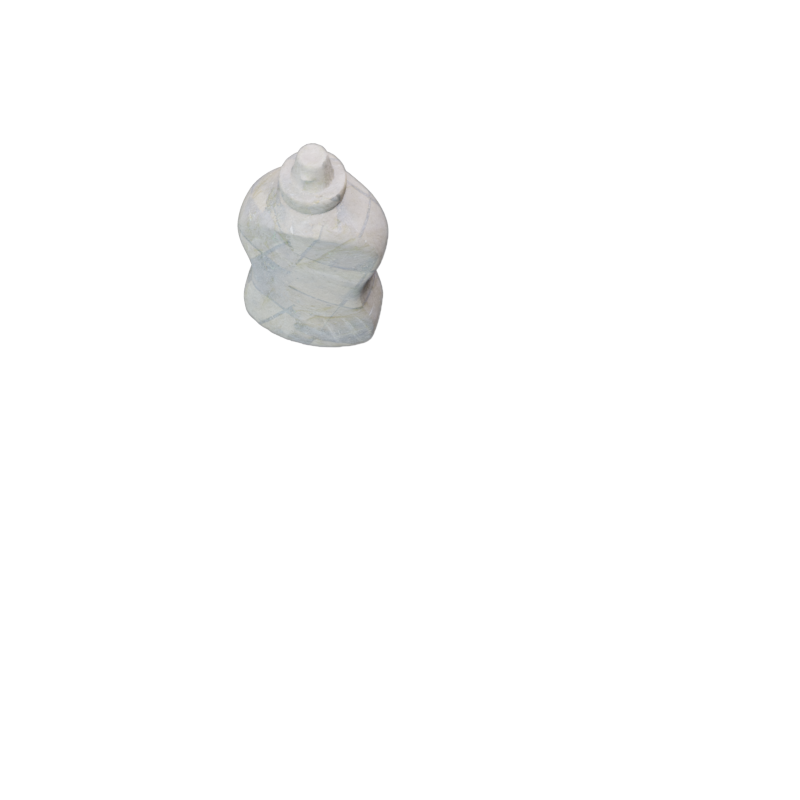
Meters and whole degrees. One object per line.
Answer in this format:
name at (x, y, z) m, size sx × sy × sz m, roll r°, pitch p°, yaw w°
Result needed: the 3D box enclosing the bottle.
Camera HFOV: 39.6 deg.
bottle at (-0.057, -0.103, 0.722) m, size 0.097 × 0.061 × 0.180 m, roll 16°, pitch -27°, yaw 5°
